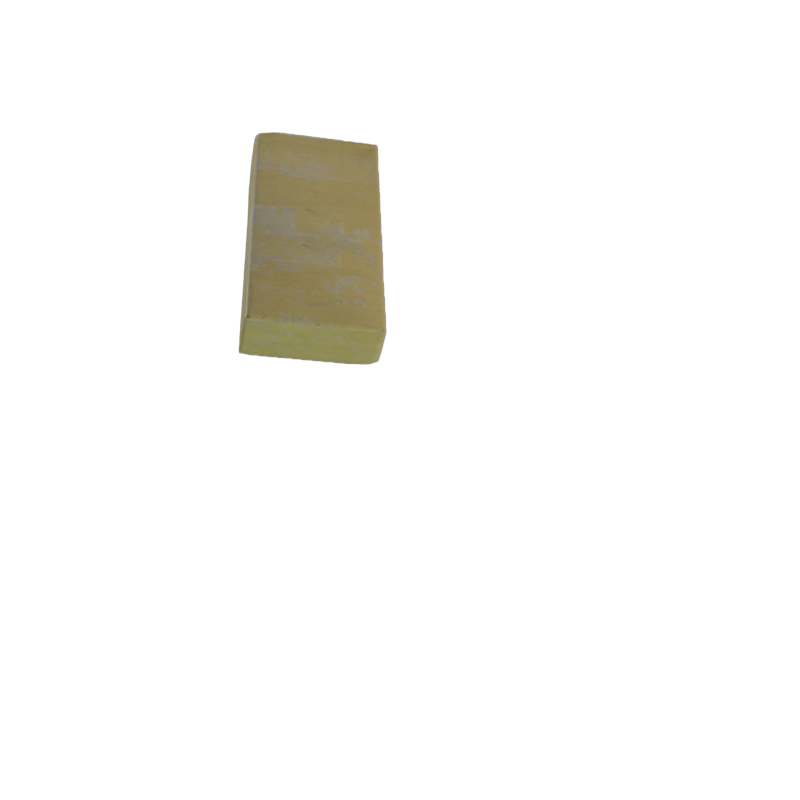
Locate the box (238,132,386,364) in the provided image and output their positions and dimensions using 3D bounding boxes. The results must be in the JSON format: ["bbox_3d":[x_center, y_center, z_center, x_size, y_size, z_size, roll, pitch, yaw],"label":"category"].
[{"bbox_3d":[-0.060,-0.109,0.764,0.092,0.189,0.045,4,-37,-9],"label":"box"}]
